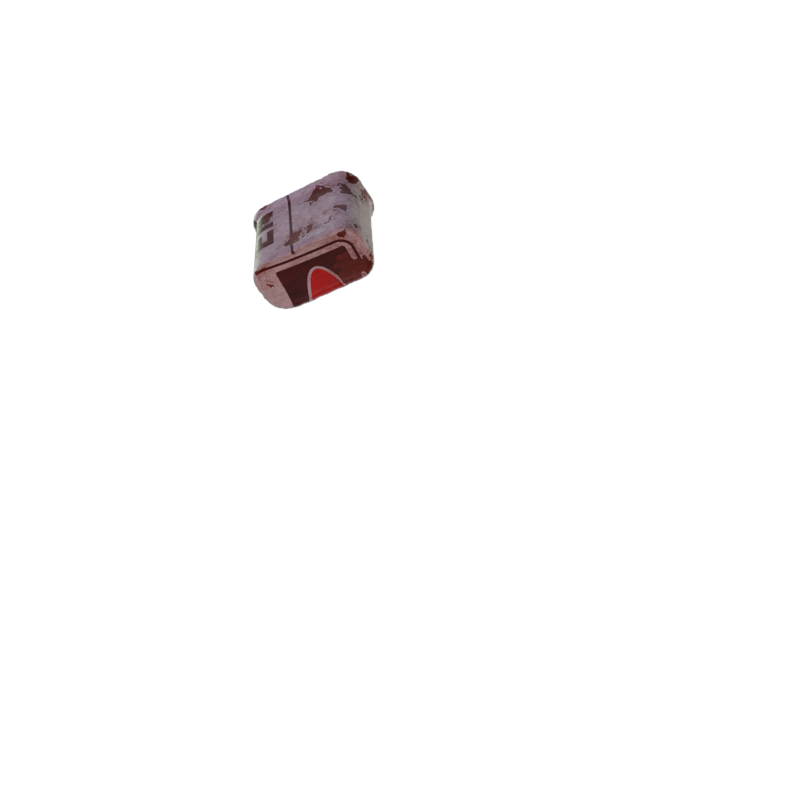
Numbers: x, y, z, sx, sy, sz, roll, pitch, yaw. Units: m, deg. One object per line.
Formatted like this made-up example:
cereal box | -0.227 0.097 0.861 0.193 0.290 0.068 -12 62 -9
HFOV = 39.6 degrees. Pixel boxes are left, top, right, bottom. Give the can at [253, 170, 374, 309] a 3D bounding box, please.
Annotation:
can | -0.071 -0.129 0.906 0.102 0.053 0.090 -24 36 16
